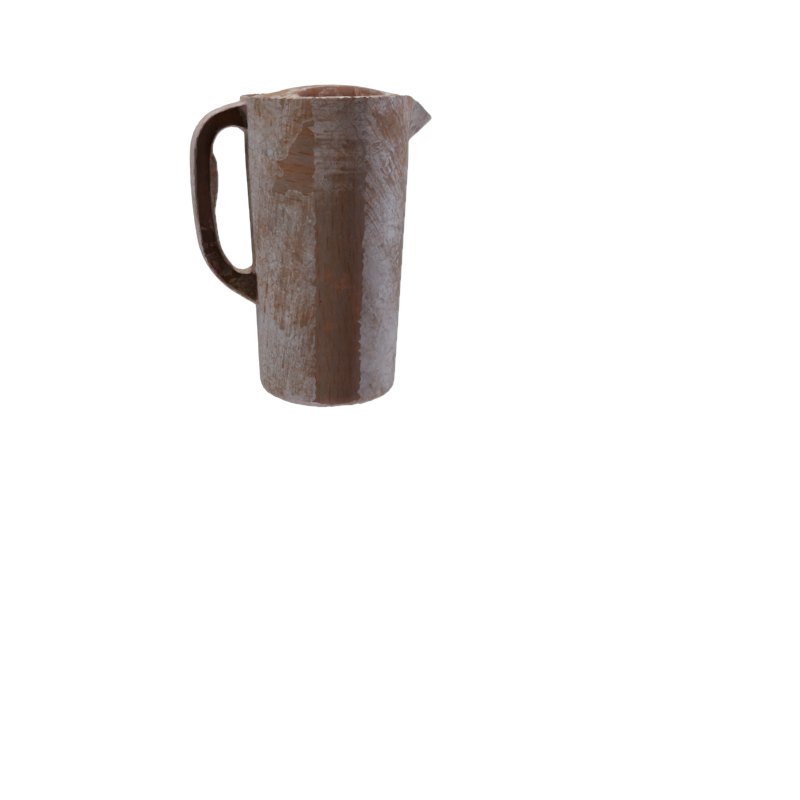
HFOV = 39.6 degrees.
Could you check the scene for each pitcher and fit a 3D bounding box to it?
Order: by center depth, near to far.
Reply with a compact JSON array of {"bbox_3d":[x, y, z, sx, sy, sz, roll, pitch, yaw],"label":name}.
[{"bbox_3d":[-0.068,-0.124,0.867,0.155,0.237,0.143,7,13,28],"label":"pitcher"}]
